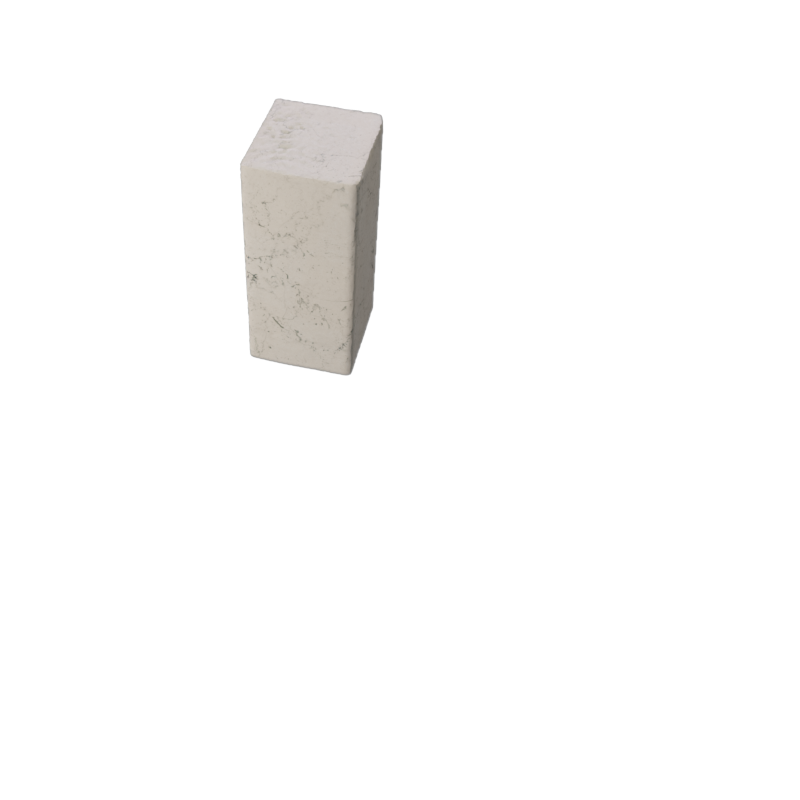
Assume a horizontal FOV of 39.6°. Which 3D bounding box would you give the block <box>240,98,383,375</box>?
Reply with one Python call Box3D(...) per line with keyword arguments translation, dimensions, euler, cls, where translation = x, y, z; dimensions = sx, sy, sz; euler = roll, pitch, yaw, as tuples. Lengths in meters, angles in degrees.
Box3D(translation=(-0.069, -0.127, 0.890), dimensions=(0.092, 0.192, 0.096), euler=(12, 46, 8), cls="block")
